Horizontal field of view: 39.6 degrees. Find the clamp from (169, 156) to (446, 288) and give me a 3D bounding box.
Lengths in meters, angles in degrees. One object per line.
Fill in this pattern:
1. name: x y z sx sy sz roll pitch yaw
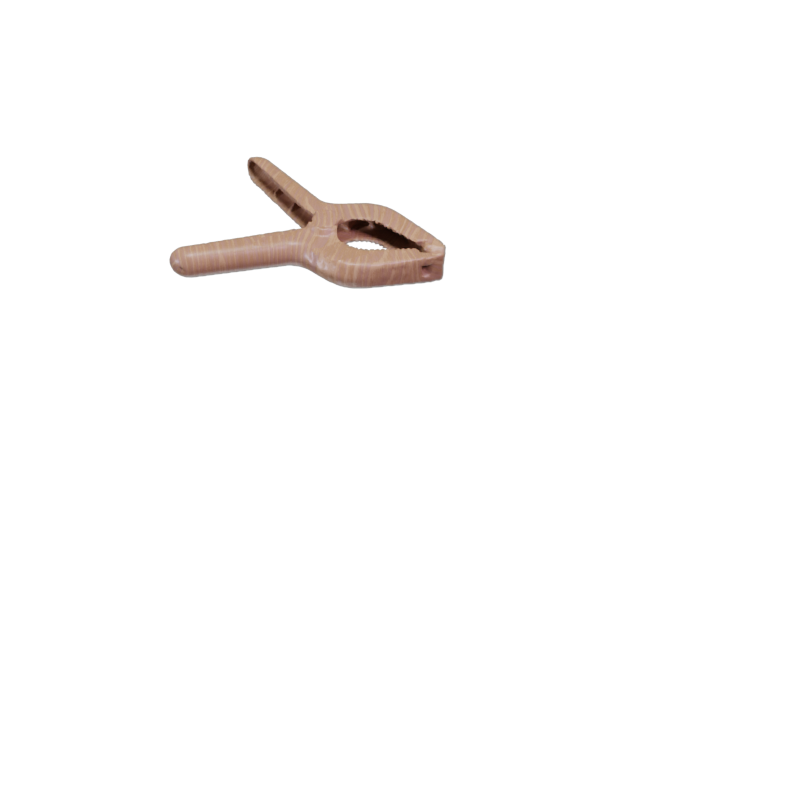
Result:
1. clamp: -0.070 -0.128 0.894 0.218 0.034 0.170 19 45 19
